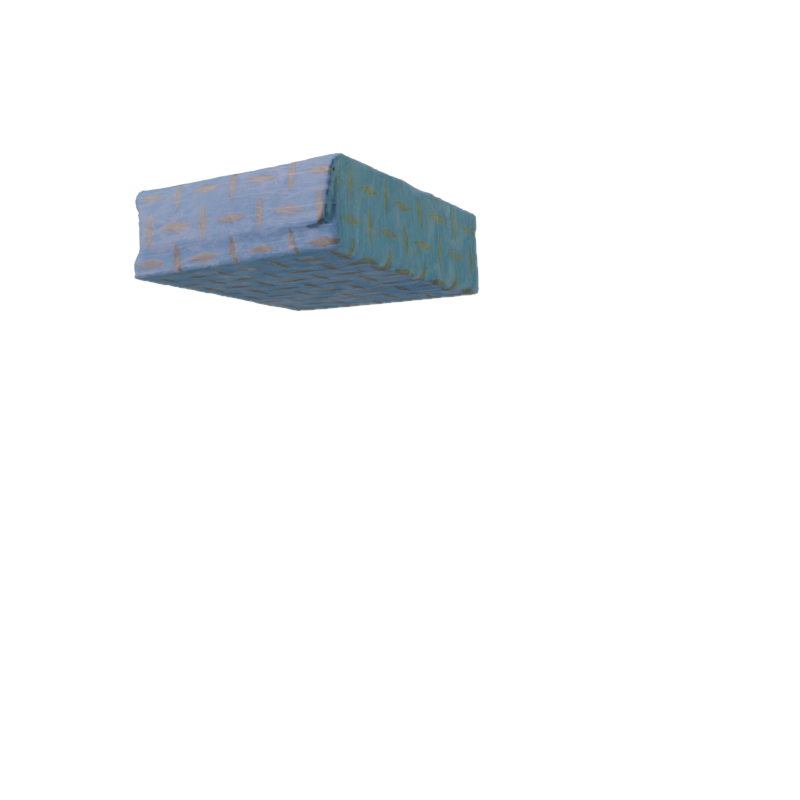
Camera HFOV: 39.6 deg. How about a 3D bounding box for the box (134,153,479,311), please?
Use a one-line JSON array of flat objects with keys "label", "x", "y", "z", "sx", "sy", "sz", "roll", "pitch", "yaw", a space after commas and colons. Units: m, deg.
[{"label": "box", "x": -0.027, "y": -0.050, "z": 0.348, "sx": 0.075, "sy": 0.031, "sz": 0.085, "roll": -4, "pitch": -7, "yaw": 32}]
